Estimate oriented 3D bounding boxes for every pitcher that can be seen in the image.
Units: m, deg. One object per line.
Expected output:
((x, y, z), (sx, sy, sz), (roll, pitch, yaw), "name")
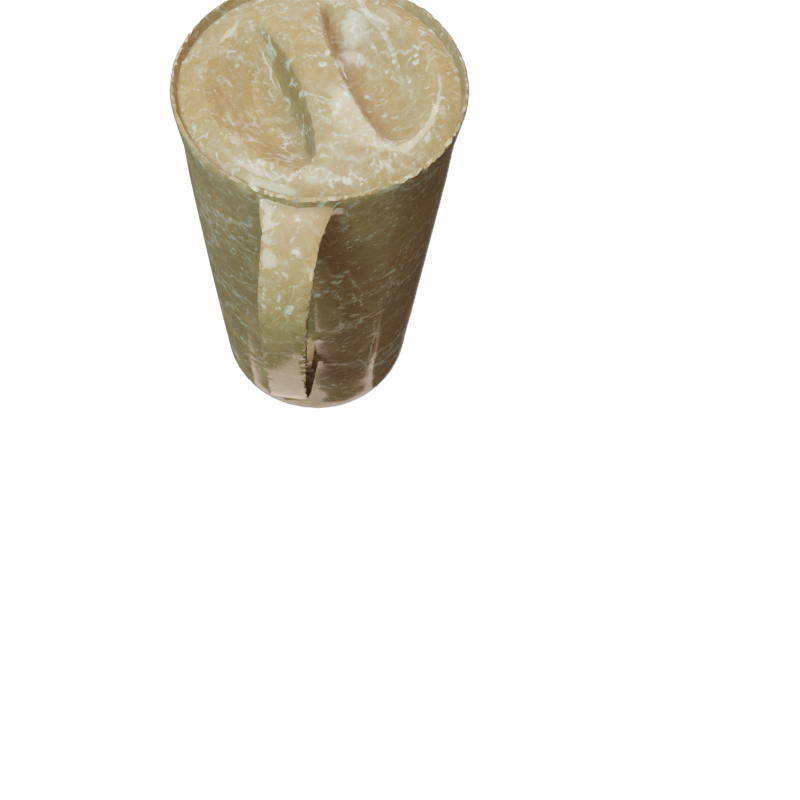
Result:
((-0.046, -0.083, 0.583), (0.150, 0.154, 0.228), (-35, -22, -20), "pitcher")
